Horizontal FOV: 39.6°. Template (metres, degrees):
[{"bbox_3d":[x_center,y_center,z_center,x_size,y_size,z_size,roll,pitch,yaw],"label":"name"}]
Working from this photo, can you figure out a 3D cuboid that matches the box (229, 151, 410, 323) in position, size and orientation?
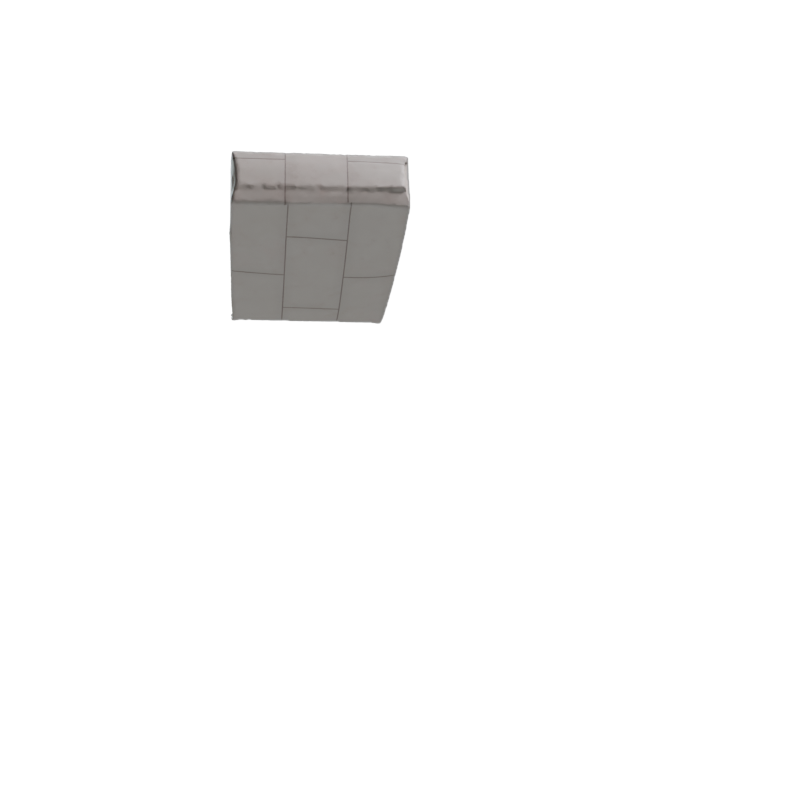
[{"bbox_3d":[-0.046,-0.084,0.589,0.089,0.042,0.107,3,-32,-5],"label":"box"}]
